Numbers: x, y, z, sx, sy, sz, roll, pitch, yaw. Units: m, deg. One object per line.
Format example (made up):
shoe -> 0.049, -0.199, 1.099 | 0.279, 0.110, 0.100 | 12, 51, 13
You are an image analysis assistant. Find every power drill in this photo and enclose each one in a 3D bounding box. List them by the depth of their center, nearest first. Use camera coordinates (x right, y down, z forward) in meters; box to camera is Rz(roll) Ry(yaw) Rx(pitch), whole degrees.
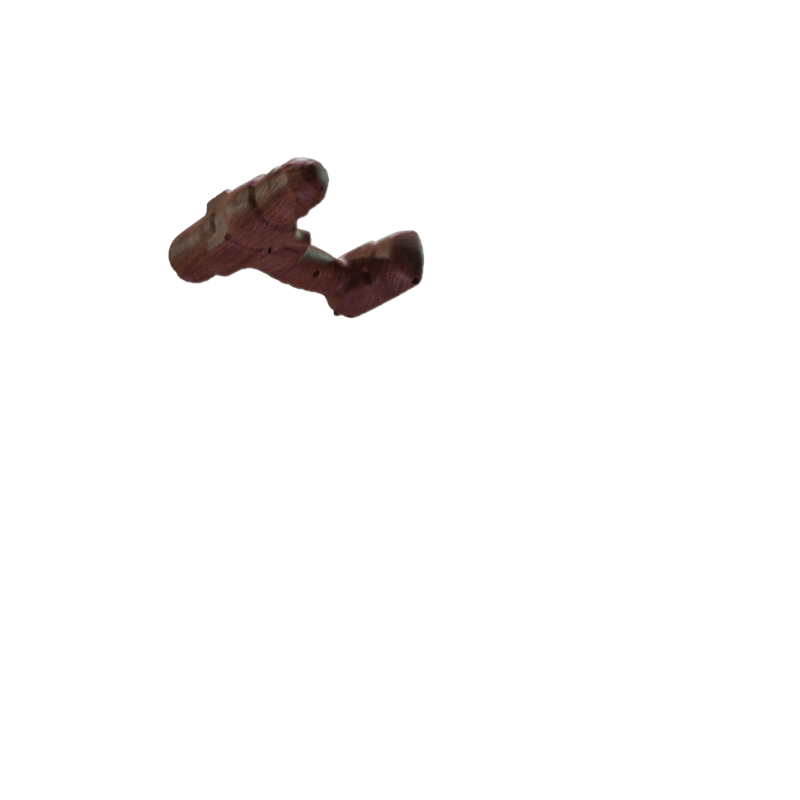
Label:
power drill -> -0.072, -0.131, 0.917 | 0.177, 0.060, 0.185 | 17, -26, -38
